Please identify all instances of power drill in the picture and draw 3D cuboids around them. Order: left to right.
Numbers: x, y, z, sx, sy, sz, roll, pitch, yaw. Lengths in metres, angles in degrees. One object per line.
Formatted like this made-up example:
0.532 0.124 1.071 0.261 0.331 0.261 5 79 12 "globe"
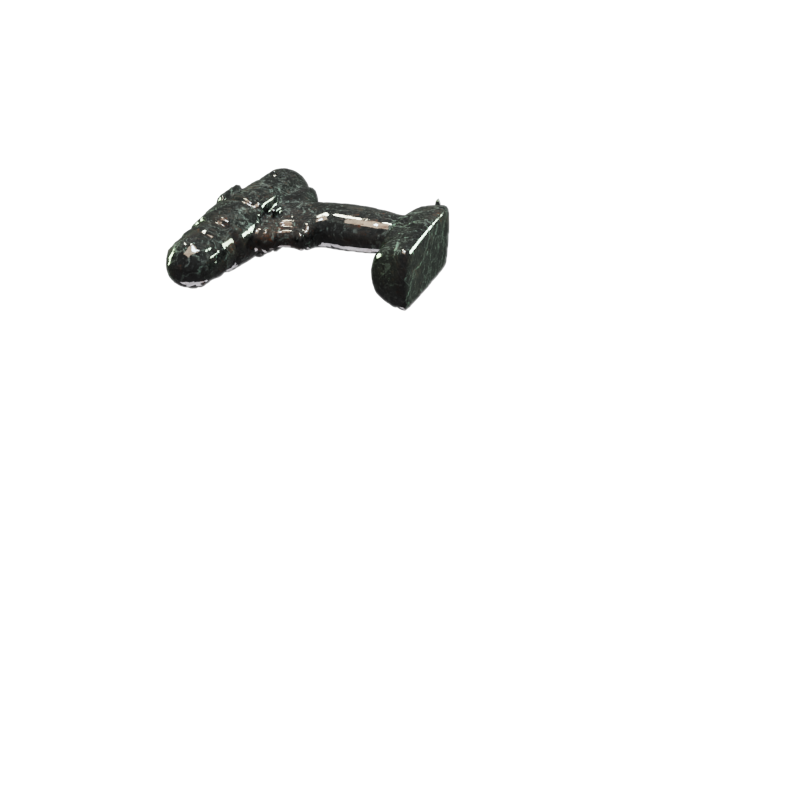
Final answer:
-0.068 -0.125 0.873 0.195 0.054 0.189 15 36 21 "power drill"
